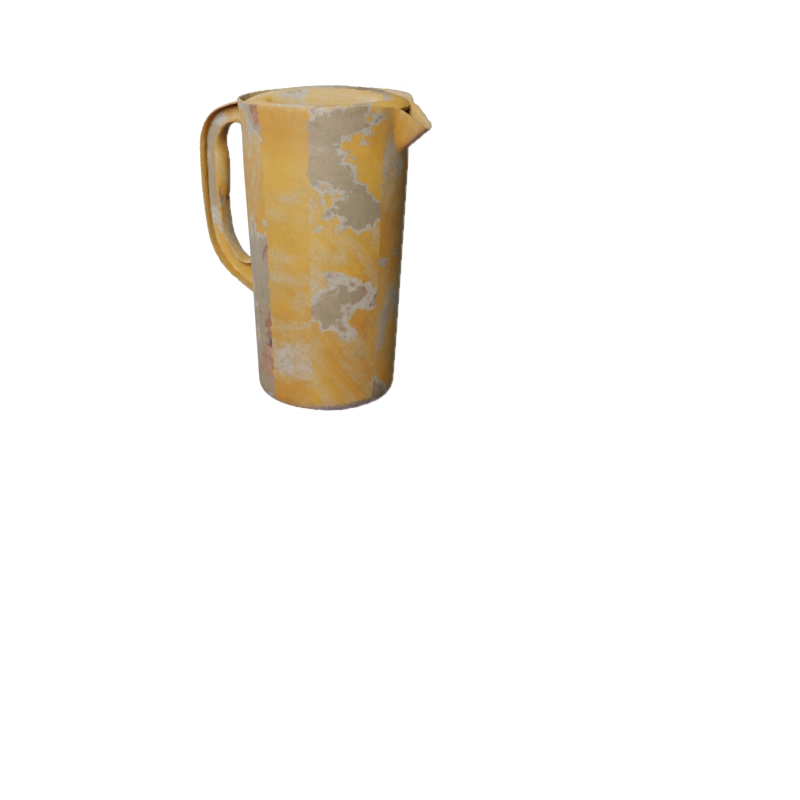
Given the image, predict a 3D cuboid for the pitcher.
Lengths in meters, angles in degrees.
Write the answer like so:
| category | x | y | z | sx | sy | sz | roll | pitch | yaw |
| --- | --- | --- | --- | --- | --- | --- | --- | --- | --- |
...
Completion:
| category | x | y | z | sx | sy | sz | roll | pitch | yaw |
| --- | --- | --- | --- | --- | --- | --- | --- | --- | --- |
| pitcher | -0.068 | -0.124 | 0.866 | 0.142 | 0.234 | 0.158 | -6 | 18 | -23 |
